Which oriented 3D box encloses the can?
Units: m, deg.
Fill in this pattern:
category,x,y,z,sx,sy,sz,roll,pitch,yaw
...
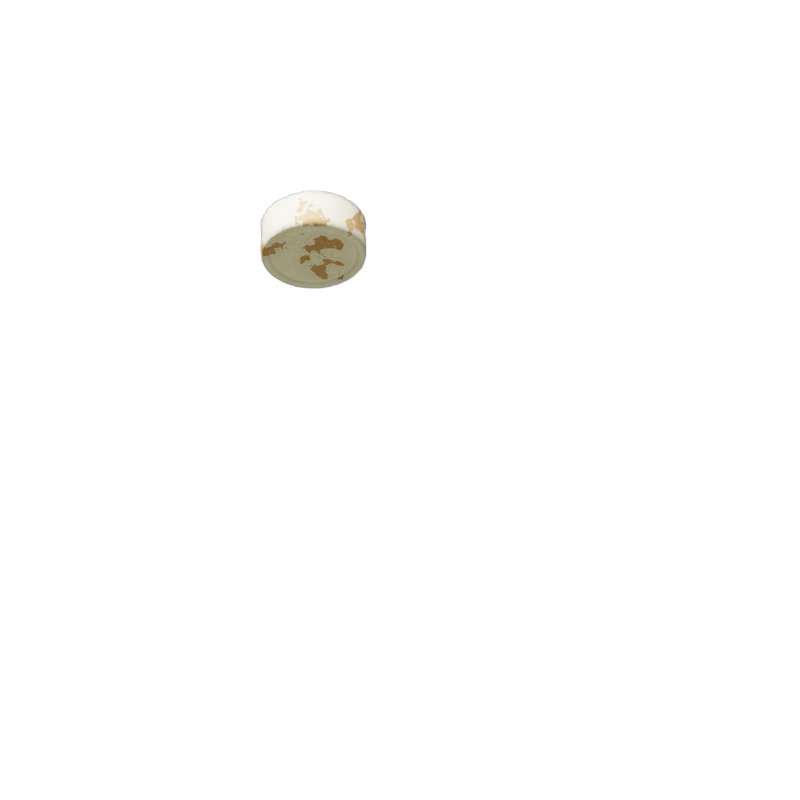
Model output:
category,x,y,z,sx,sy,sz,roll,pitch,yaw
can,-0.070,-0.127,0.888,0.086,0.036,0.080,1,-35,-2
